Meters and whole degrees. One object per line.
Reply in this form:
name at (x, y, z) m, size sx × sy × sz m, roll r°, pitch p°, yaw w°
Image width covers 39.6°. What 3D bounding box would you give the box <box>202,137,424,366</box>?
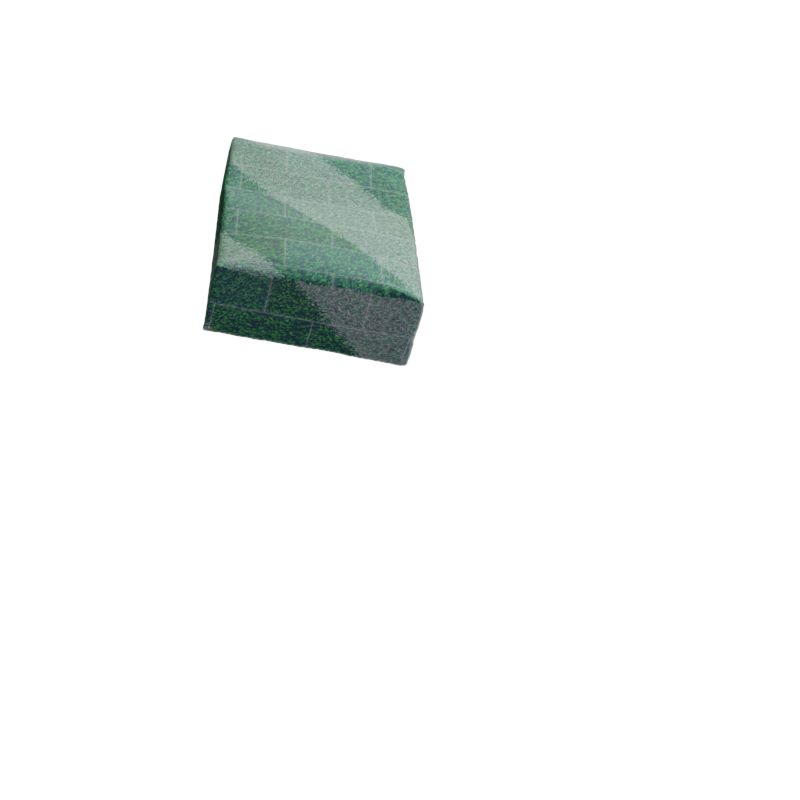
box at (-0.072, -0.132, 0.925) m, size 0.162 × 0.068 × 0.229 m, roll 9°, pitch 37°, yaw -9°
